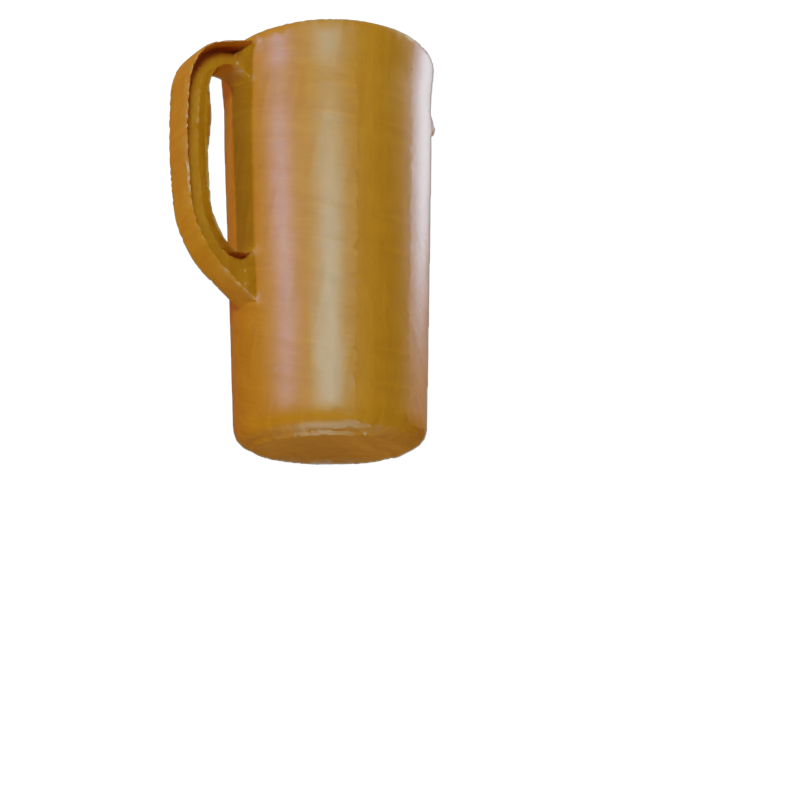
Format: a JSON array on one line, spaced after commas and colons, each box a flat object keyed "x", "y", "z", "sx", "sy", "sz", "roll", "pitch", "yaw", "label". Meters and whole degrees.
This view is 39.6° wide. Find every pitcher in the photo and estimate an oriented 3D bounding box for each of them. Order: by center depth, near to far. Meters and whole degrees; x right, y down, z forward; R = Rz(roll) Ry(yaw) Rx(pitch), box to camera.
[{"x": -0.051, "y": -0.093, "z": 0.650, "sx": 0.150, "sy": 0.255, "sz": 0.137, "roll": -3, "pitch": -19, "yaw": 5, "label": "pitcher"}]
